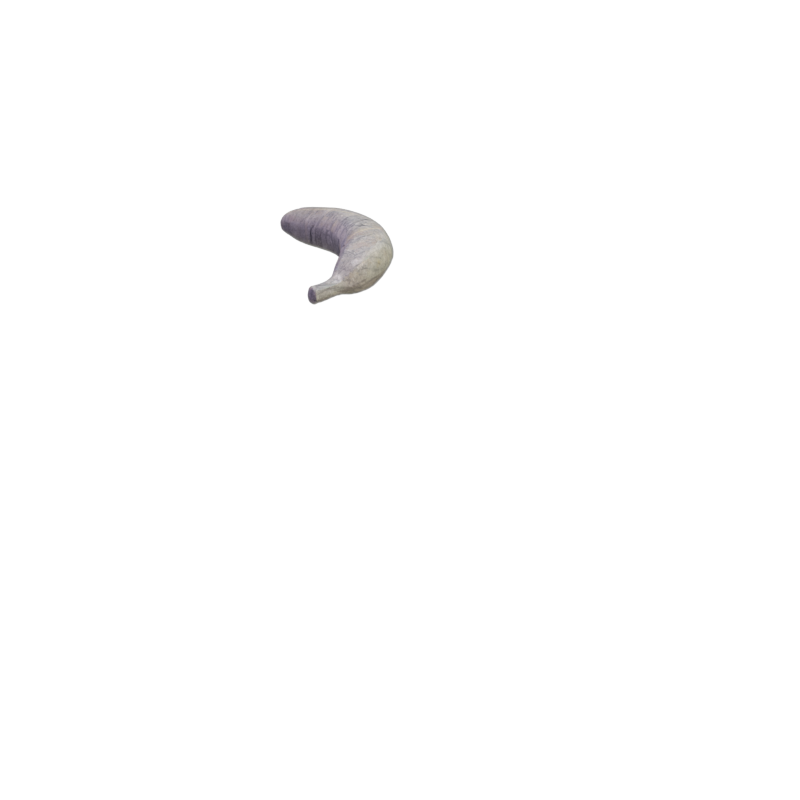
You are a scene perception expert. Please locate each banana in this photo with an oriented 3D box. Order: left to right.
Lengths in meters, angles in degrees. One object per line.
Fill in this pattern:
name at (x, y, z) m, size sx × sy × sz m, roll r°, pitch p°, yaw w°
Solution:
banana at (-0.045, -0.115, 0.811) m, size 0.069 × 0.035 × 0.208 m, roll -3°, pitch 21°, yaw -10°
